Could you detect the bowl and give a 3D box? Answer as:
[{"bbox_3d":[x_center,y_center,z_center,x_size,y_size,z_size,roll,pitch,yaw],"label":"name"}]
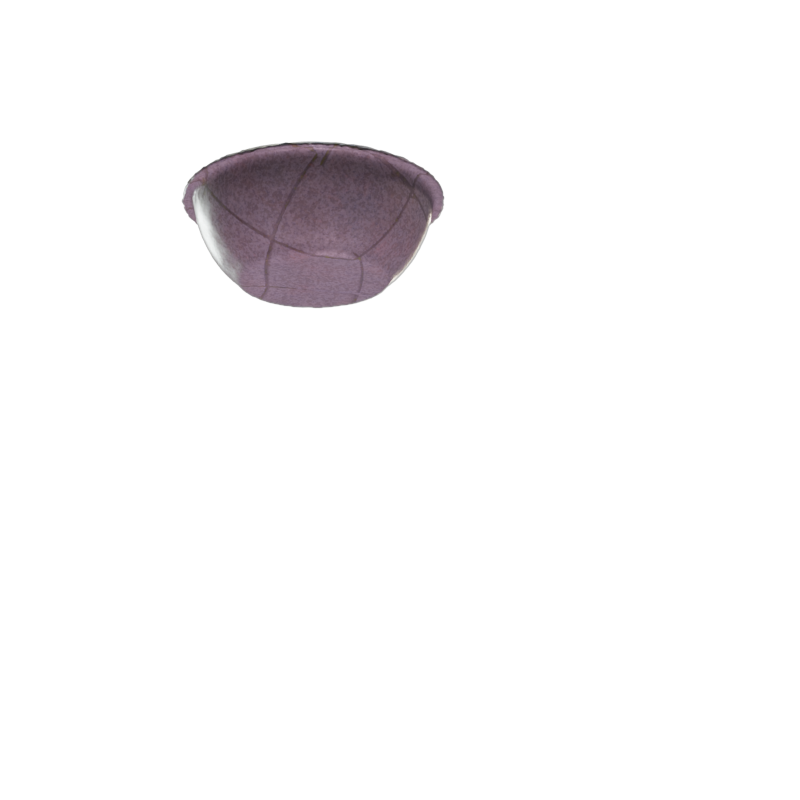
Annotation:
[{"bbox_3d":[-0.053,-0.097,0.678,0.162,0.058,0.155,0,-16,-2],"label":"bowl"}]
